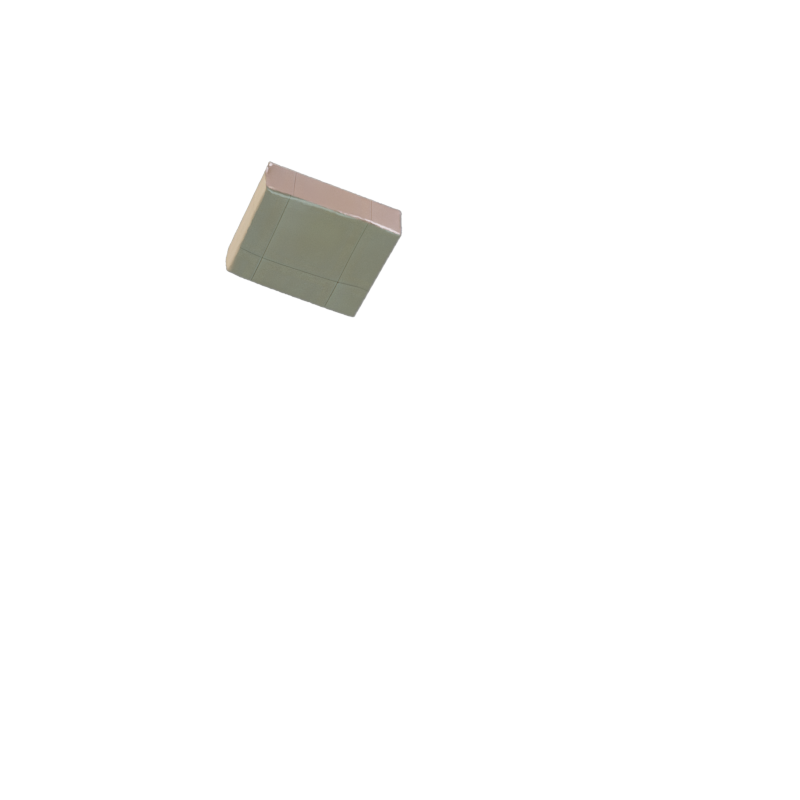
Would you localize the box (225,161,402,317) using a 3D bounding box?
[{"bbox_3d":[-0.067,-0.121,0.850,0.110,0.086,0.042,19,36,-15],"label":"box"}]
